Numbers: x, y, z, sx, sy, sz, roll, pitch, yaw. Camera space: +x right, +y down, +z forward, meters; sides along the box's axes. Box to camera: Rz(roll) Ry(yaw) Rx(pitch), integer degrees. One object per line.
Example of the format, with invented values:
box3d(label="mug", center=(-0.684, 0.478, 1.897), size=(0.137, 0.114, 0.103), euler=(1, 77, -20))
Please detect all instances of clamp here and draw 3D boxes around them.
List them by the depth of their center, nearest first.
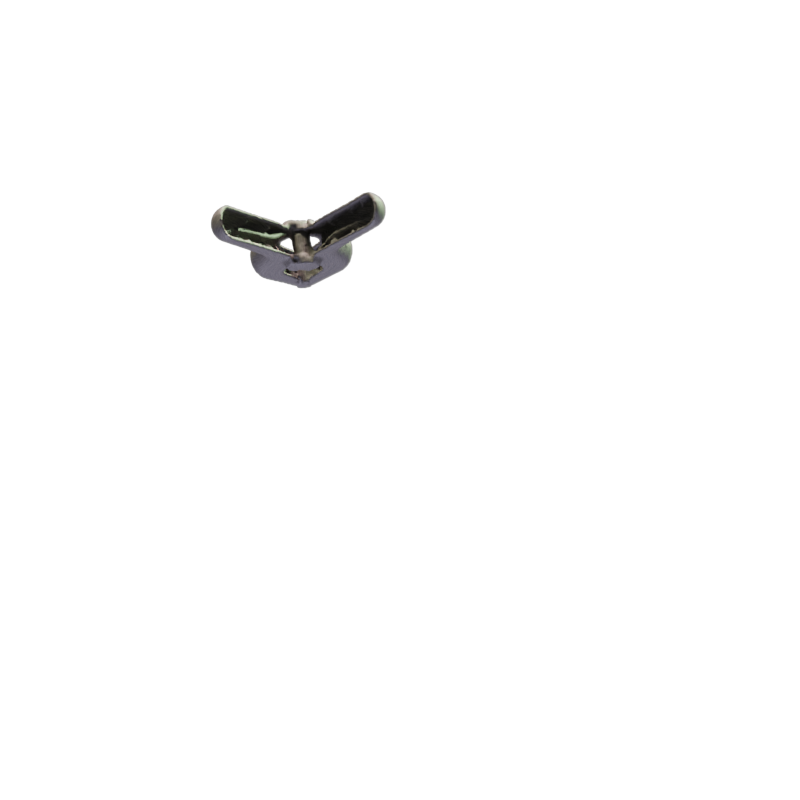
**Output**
box3d(label="clamp", center=(-0.065, -0.119, 0.832), size=(0.121, 0.040, 0.166), euler=(-1, -5, 6))
